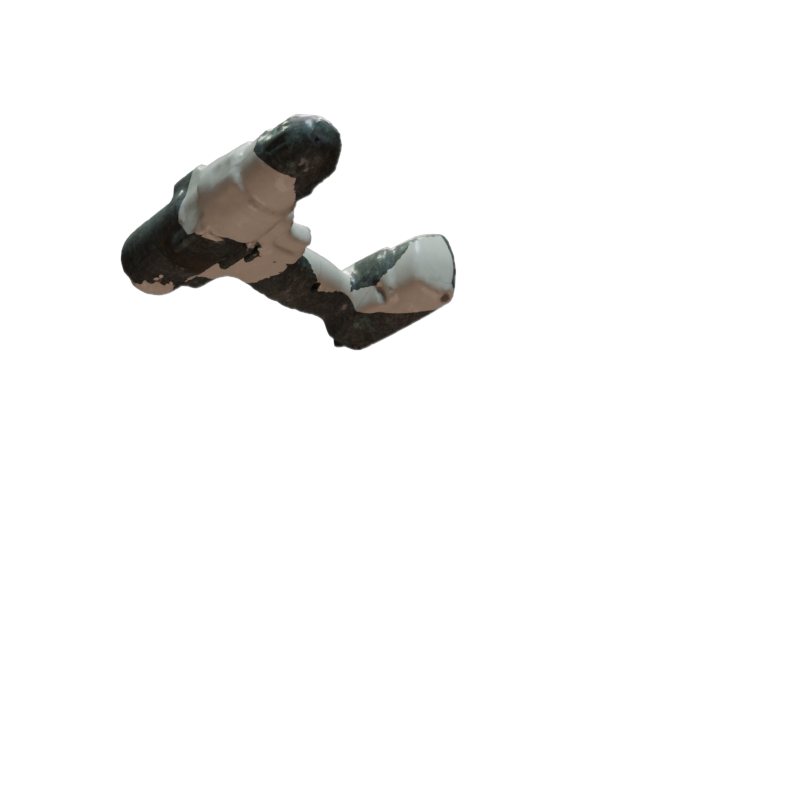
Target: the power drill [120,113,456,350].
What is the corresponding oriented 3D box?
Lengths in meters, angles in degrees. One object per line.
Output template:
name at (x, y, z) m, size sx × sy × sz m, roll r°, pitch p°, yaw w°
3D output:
power drill at (-0.054, -0.099, 0.695) m, size 0.176 × 0.061 × 0.185 m, roll 22°, pitch -33°, yaw -38°
